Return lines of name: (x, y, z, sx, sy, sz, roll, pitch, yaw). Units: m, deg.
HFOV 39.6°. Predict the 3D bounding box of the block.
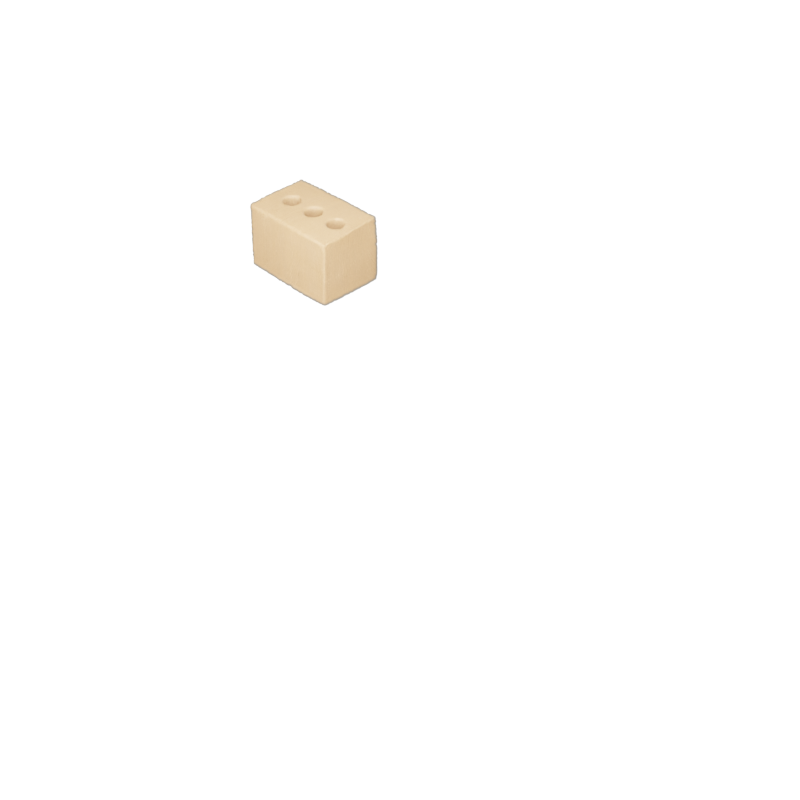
block: (-0.061, -0.112, 0.782, 0.083, 0.048, 0.053, 31, 45, 34)
